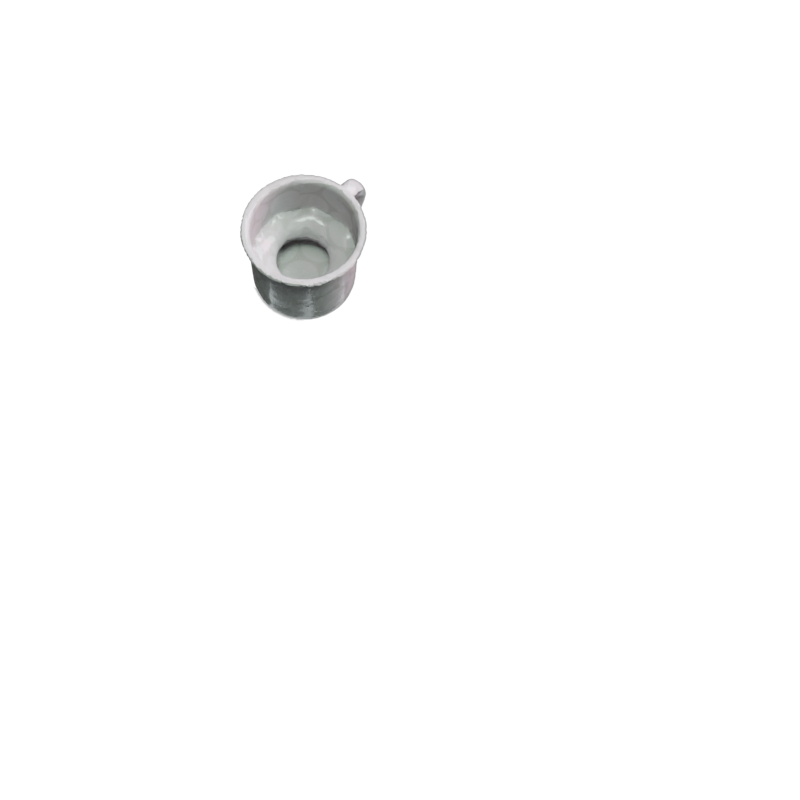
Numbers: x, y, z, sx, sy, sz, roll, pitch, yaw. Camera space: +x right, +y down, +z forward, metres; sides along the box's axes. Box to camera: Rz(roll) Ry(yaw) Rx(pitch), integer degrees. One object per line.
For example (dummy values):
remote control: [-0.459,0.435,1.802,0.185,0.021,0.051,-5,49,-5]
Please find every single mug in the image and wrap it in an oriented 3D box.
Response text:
mug: [-0.067,-0.122,0.853,0.096,0.120,0.077,33,-21,12]
